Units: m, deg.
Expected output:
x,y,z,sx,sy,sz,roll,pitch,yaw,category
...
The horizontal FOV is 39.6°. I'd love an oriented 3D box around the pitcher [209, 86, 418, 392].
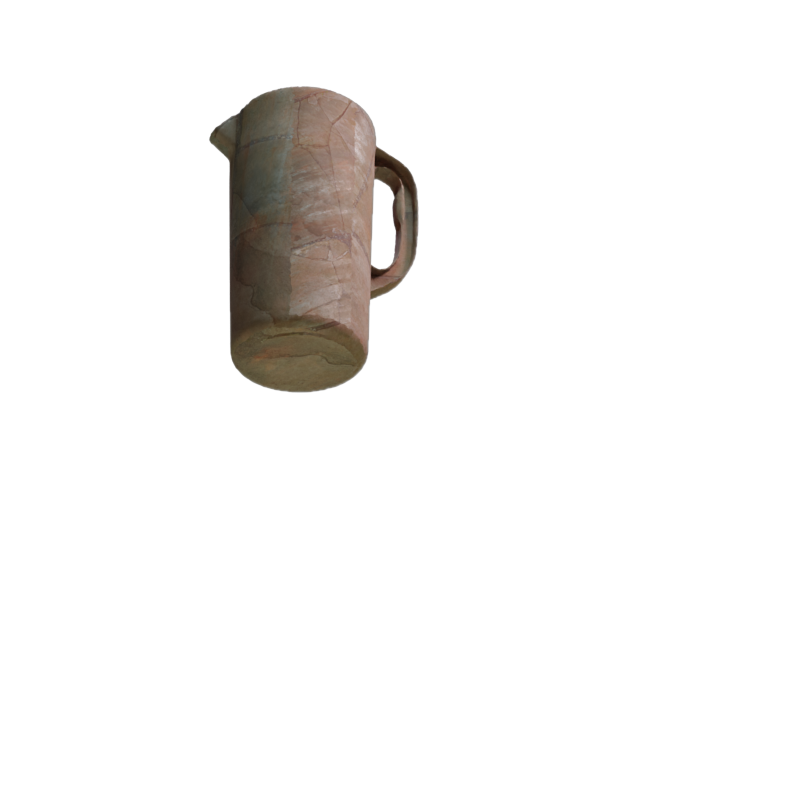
x,y,z,sx,sy,sz,roll,pitch,yaw,category
-0.073,-0.133,0.930,0.151,0.260,0.134,-15,-36,19,pitcher
